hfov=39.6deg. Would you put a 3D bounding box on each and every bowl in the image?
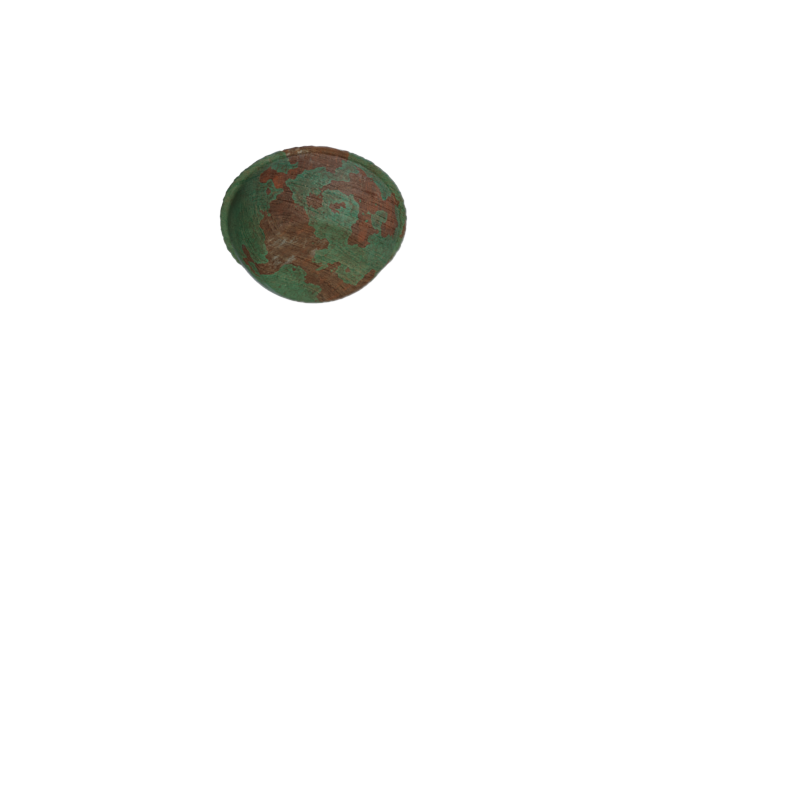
[{"bbox_3d":[-0.073,-0.133,0.934,0.162,0.151,0.059,1,43,-1],"label":"bowl"}]
